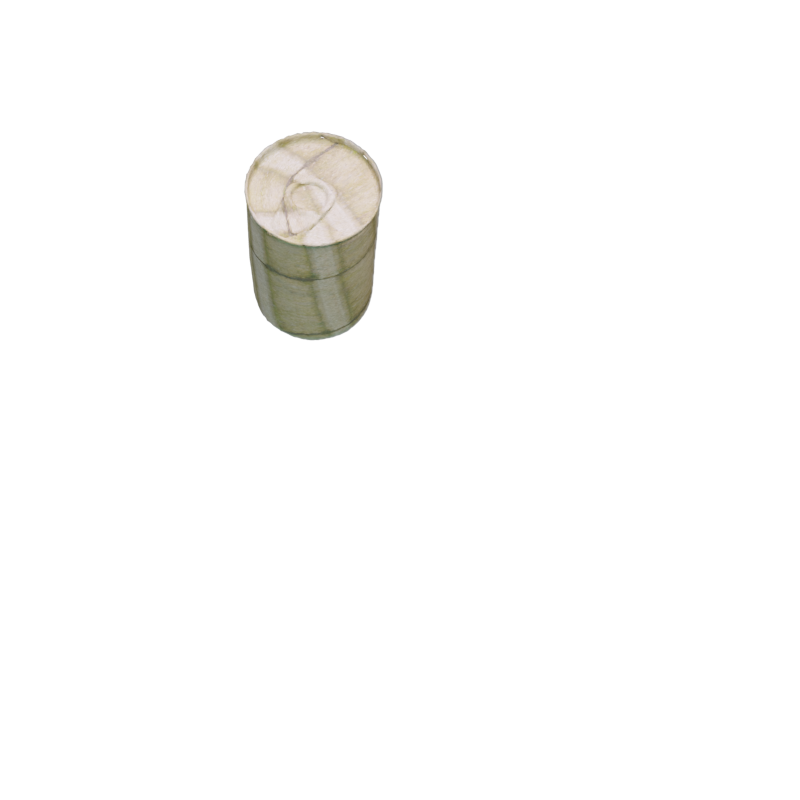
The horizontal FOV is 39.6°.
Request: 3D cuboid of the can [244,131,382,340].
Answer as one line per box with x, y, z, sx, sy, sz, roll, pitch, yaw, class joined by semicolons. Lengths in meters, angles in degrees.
-0.046;-0.083;0.584;0.068;0.073;0.096;0;-28;-3;can
